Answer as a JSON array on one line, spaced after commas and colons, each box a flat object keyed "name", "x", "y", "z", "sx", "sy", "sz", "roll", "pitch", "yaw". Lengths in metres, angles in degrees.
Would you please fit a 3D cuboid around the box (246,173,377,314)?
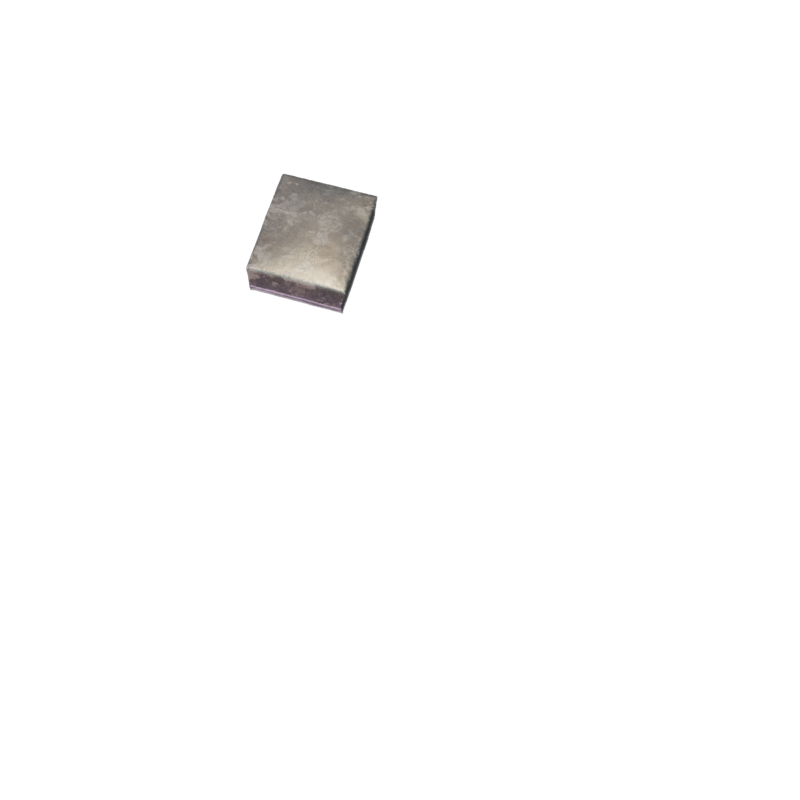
[{"name": "box", "x": -0.077, "y": -0.140, "z": 0.980, "sx": 0.091, "sy": 0.119, "sz": 0.036, "roll": 13, "pitch": -30, "yaw": 7}]
